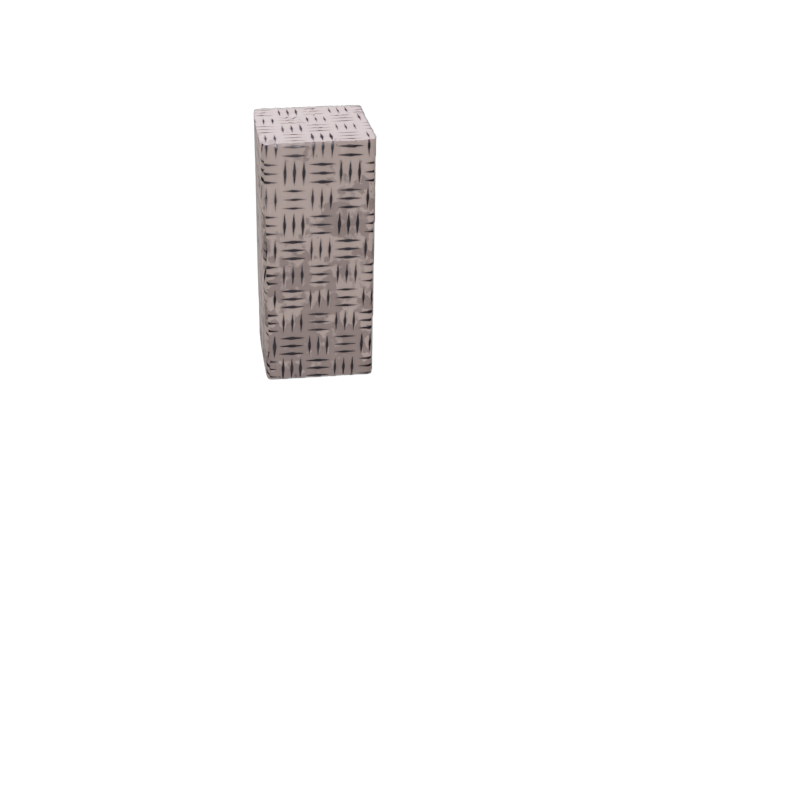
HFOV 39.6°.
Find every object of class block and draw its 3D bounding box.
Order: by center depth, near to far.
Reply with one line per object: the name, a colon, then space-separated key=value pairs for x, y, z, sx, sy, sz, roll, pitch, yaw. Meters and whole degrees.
block: x=-0.072 y=-0.130 z=0.911 sx=0.090 sy=0.195 sz=0.096 roll=-2 pitch=27 yaw=-8
